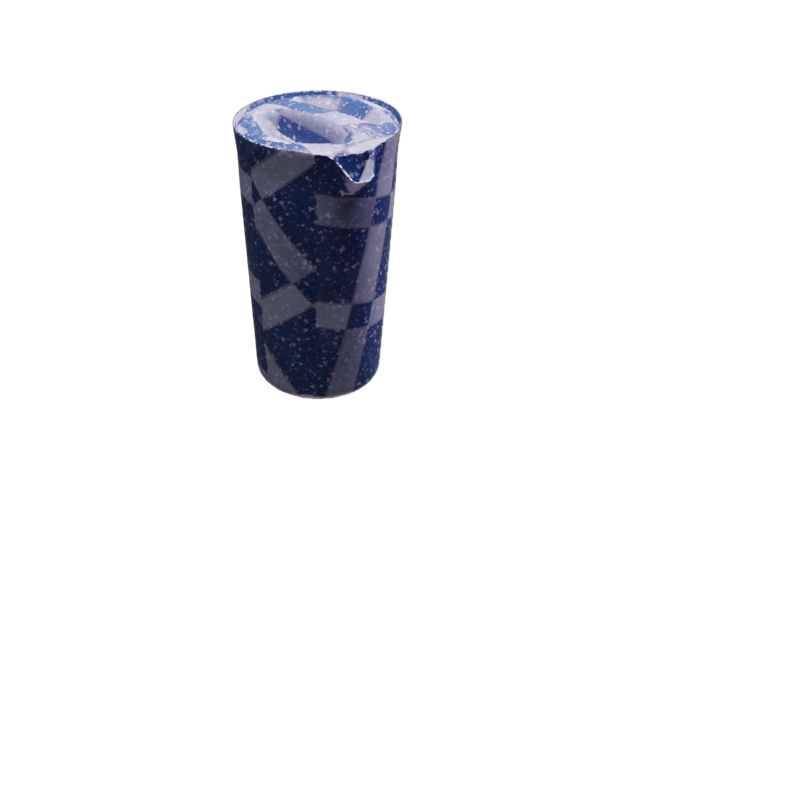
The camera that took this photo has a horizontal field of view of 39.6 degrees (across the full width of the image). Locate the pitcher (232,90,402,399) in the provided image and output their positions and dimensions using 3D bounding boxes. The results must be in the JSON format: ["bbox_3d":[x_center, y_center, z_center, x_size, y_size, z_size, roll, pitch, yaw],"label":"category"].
[{"bbox_3d":[-0.073,-0.133,0.930,0.149,0.229,0.154,11,32,14],"label":"pitcher"}]
